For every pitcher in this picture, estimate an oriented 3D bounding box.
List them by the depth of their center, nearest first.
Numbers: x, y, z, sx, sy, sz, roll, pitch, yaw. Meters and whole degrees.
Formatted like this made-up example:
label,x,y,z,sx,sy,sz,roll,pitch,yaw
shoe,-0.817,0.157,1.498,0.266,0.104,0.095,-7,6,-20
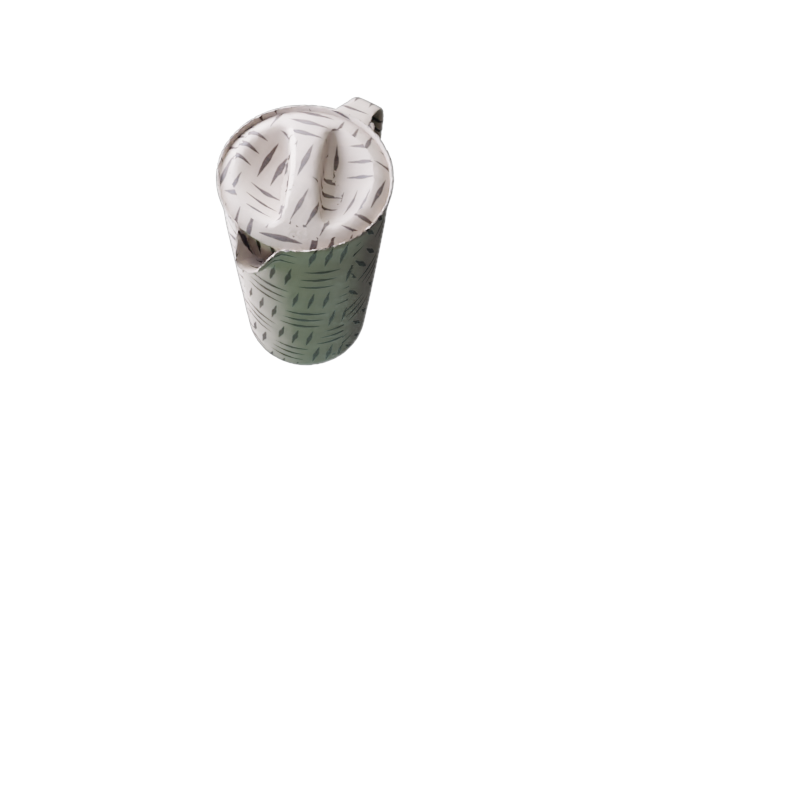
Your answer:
label,x,y,z,sx,sy,sz,roll,pitch,yaw
pitcher,-0.073,-0.133,0.930,0.148,0.154,0.230,-13,-24,-9
